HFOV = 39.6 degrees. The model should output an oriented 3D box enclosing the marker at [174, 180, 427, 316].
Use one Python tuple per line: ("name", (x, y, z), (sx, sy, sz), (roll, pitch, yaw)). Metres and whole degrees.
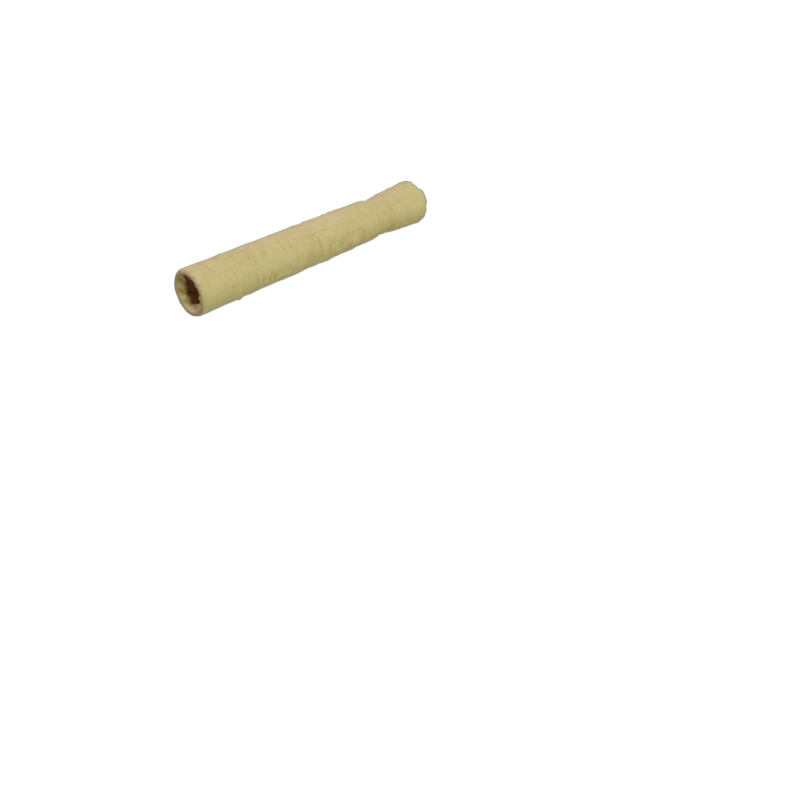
("marker", (-0.034, -0.062, 0.436), (0.120, 0.019, 0.021), (-29, 21, -36))
